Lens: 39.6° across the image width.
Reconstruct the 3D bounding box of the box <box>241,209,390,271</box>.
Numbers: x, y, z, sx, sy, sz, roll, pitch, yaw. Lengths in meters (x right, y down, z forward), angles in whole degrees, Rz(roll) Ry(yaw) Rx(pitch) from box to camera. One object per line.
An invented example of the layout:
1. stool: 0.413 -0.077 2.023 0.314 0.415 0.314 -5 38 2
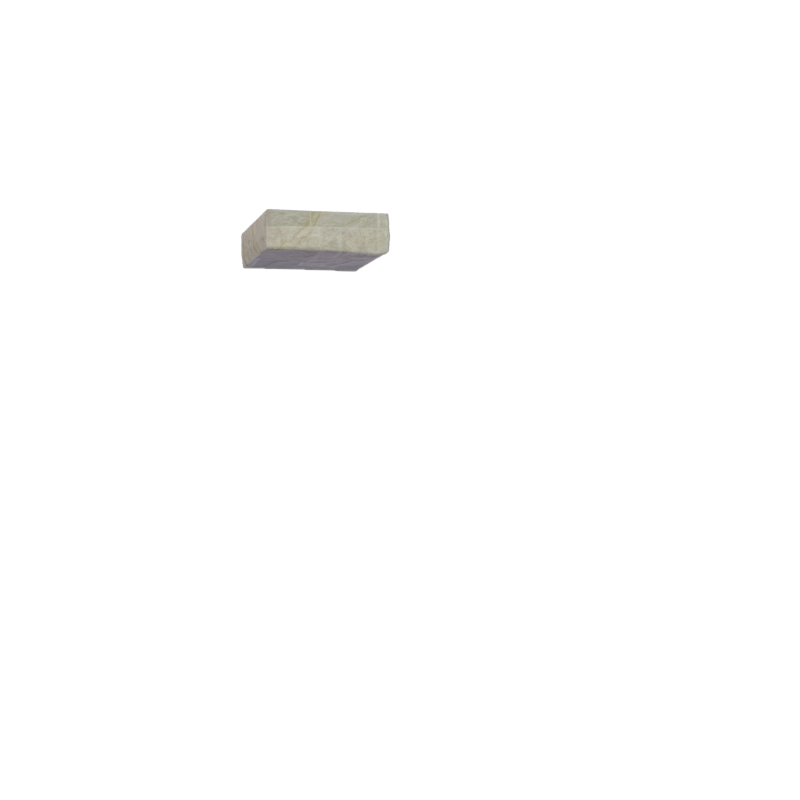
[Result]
1. box: -0.076 -0.139 0.976 0.111 0.040 0.090 2 -6 -19
